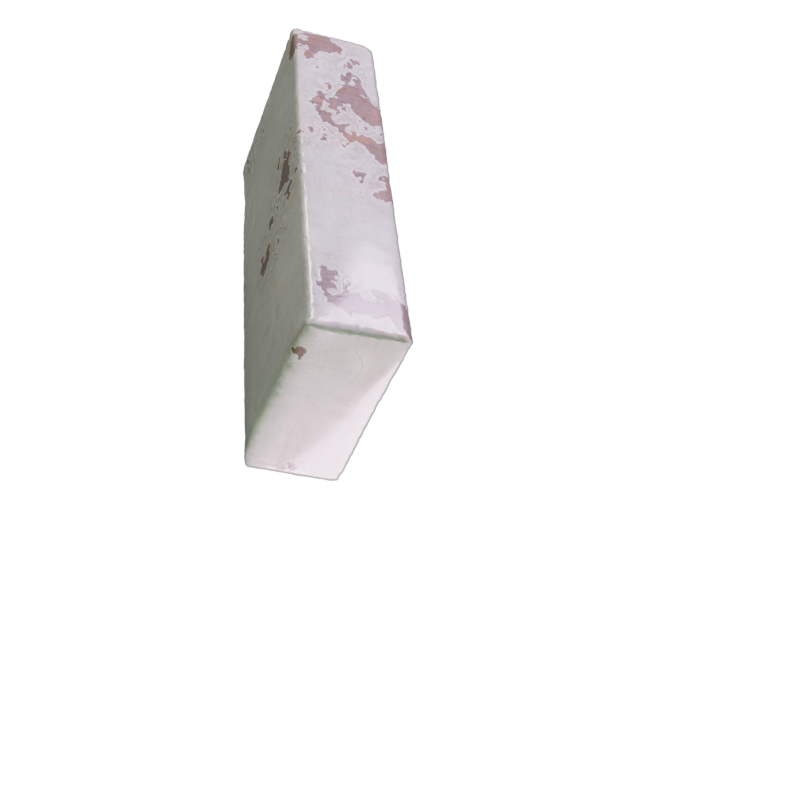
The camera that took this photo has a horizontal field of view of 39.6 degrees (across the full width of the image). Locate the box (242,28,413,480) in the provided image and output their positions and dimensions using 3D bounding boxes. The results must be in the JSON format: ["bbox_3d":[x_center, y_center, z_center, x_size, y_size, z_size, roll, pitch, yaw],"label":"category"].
[{"bbox_3d":[-0.036,-0.067,0.467,0.047,0.189,0.089,12,-43,-17],"label":"box"}]
